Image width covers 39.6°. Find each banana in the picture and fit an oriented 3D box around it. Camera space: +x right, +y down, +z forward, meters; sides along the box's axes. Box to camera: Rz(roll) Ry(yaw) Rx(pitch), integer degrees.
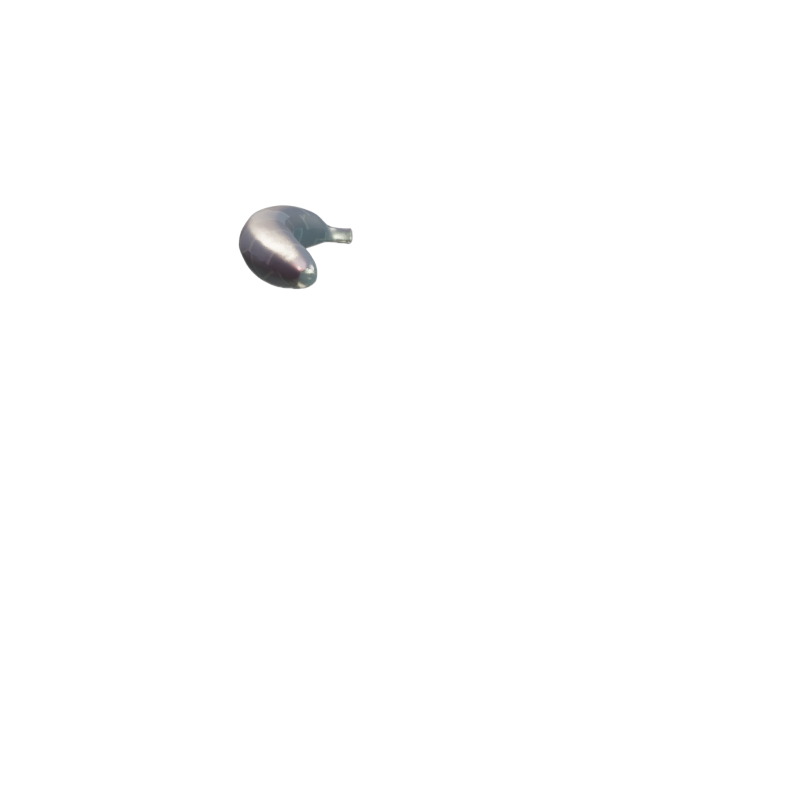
[{"bbox_3d":[-0.078,-0.111,0.767,0.070,0.036,0.202,2,18,5],"label":"banana"}]
